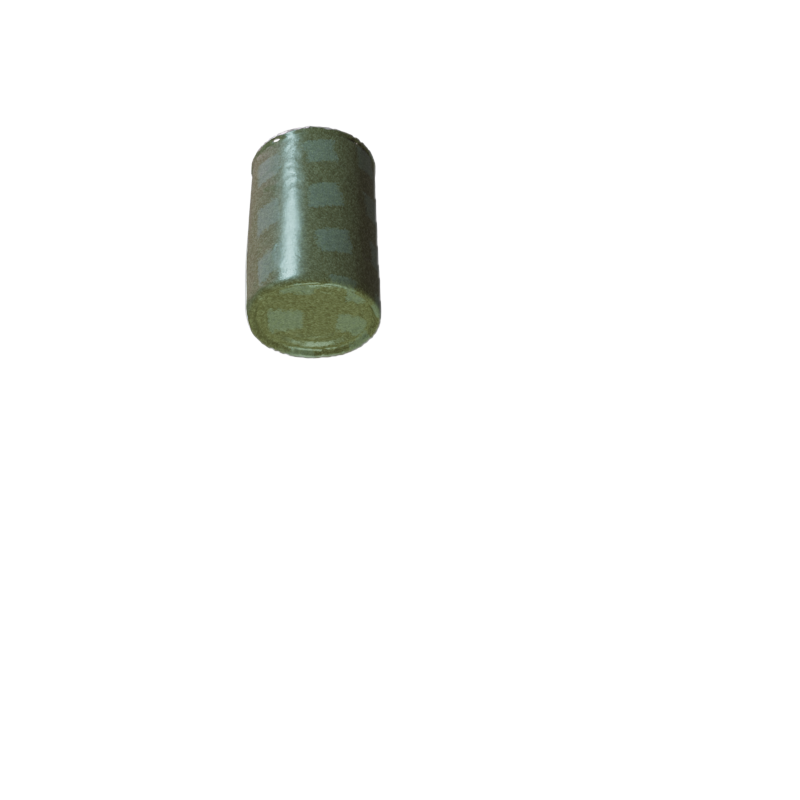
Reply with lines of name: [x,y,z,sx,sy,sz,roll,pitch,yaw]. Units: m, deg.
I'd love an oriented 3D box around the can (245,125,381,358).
can: [-0.045,-0.082,0.572,0.068,0.109,0.064,-1,-36,-2]
